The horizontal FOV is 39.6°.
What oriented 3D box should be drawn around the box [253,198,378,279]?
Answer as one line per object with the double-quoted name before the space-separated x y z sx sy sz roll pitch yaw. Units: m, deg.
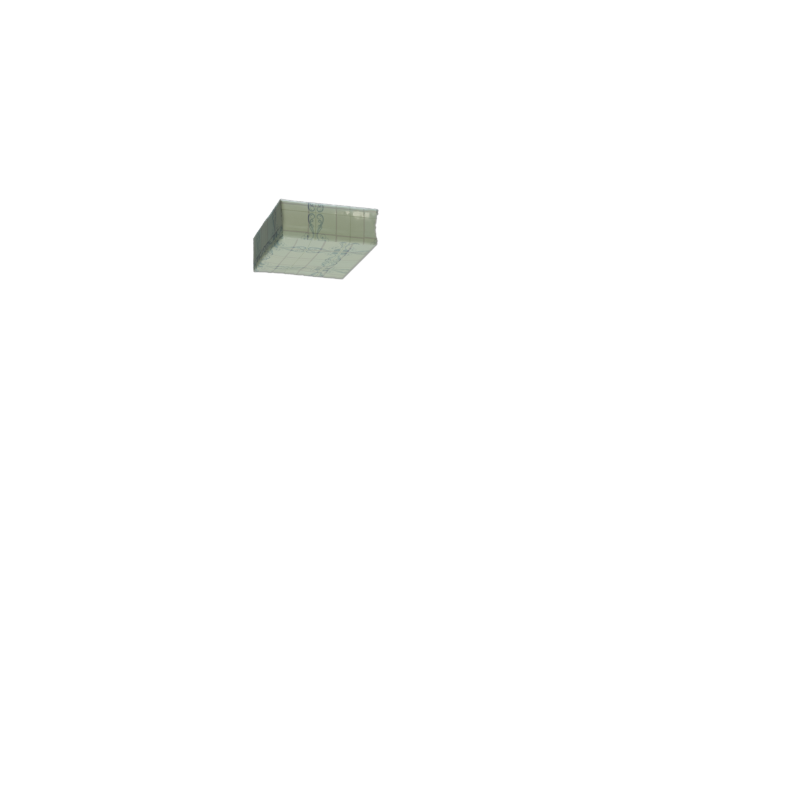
"box" -0.078 -0.143 1.000 0.088 0.040 0.113 3 -10 -18
